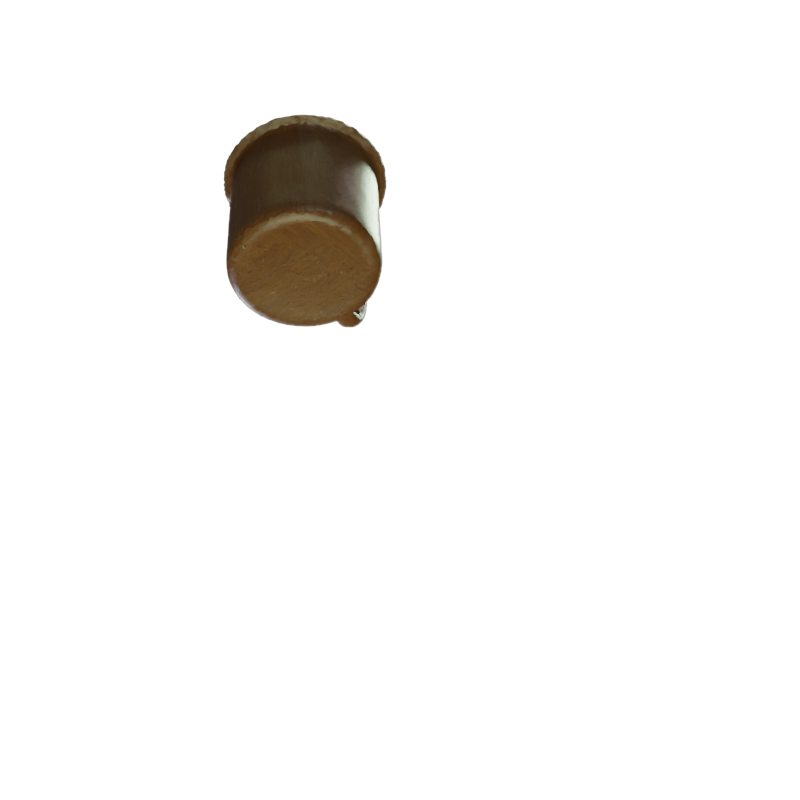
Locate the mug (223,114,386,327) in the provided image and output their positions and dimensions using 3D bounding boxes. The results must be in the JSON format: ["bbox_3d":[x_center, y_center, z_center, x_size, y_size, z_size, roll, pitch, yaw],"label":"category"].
[{"bbox_3d":[-0.048,-0.087,0.609,0.094,0.108,0.087,-17,40,13],"label":"mug"}]
